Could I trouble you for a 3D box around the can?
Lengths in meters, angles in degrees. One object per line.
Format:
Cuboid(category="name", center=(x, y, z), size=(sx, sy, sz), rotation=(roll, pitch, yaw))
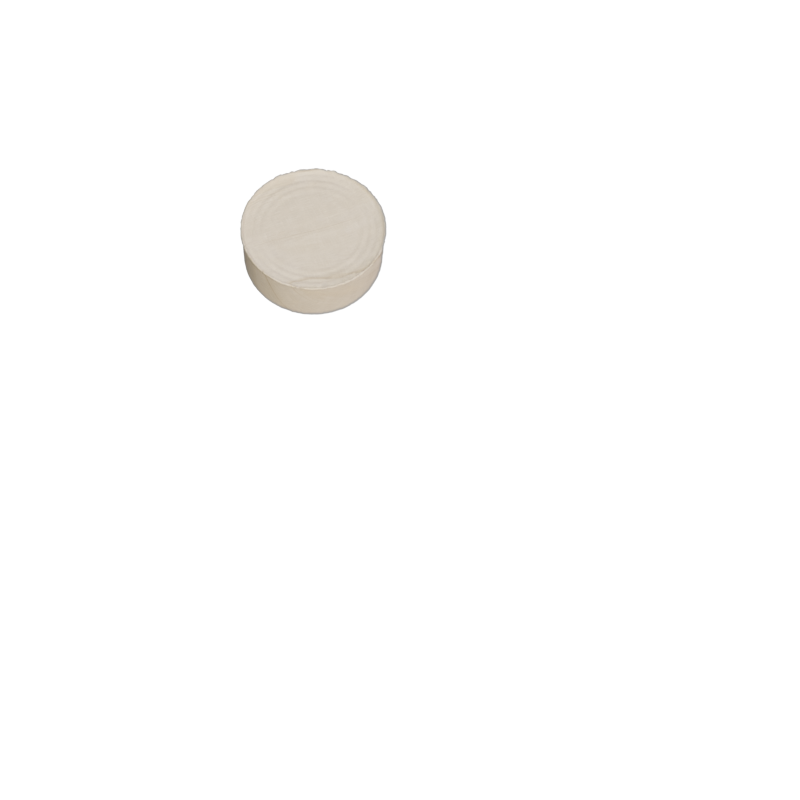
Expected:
Cuboid(category="can", center=(-0.052, -0.095, 0.663), size=(0.086, 0.092, 0.031), rotation=(-1, -31, -1))
